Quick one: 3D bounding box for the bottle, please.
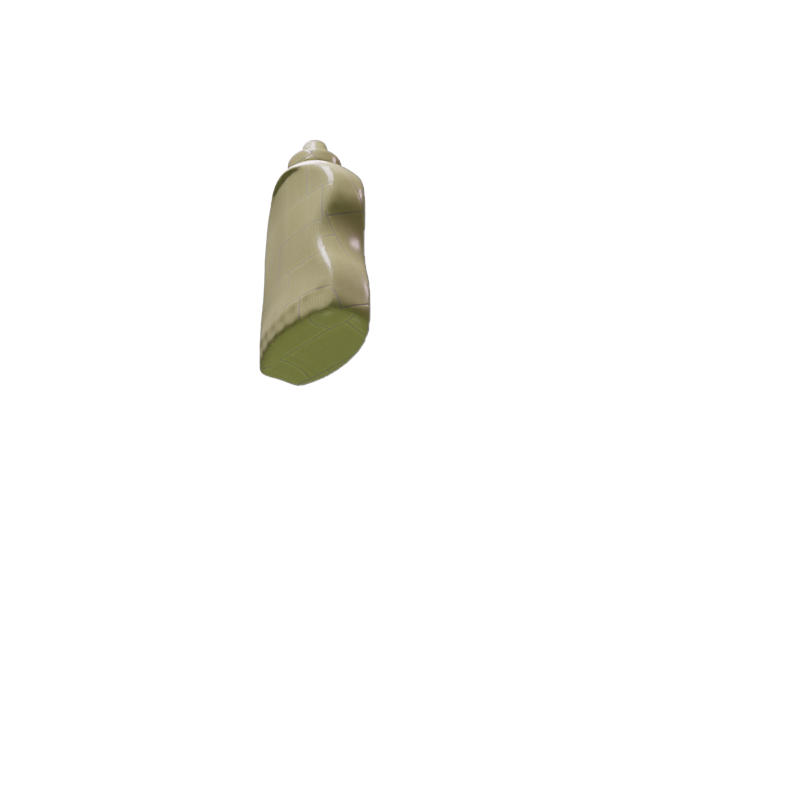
[{"bbox_3d":[-0.061,-0.113,0.790,0.056,0.205,0.094,19,-42,-27],"label":"bottle"}]
